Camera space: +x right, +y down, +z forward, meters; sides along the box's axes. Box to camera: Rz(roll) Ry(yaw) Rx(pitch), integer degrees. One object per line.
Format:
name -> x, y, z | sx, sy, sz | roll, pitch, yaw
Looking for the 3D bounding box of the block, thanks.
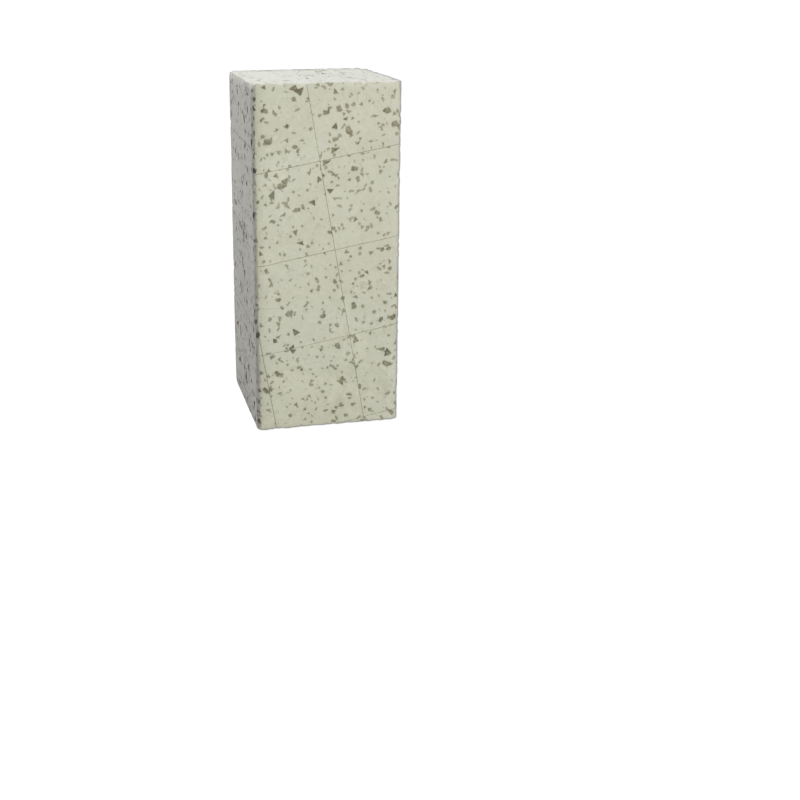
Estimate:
block -> -0.054, -0.098, 0.687 | 0.089, 0.199, 0.095 | -3, 16, -15
